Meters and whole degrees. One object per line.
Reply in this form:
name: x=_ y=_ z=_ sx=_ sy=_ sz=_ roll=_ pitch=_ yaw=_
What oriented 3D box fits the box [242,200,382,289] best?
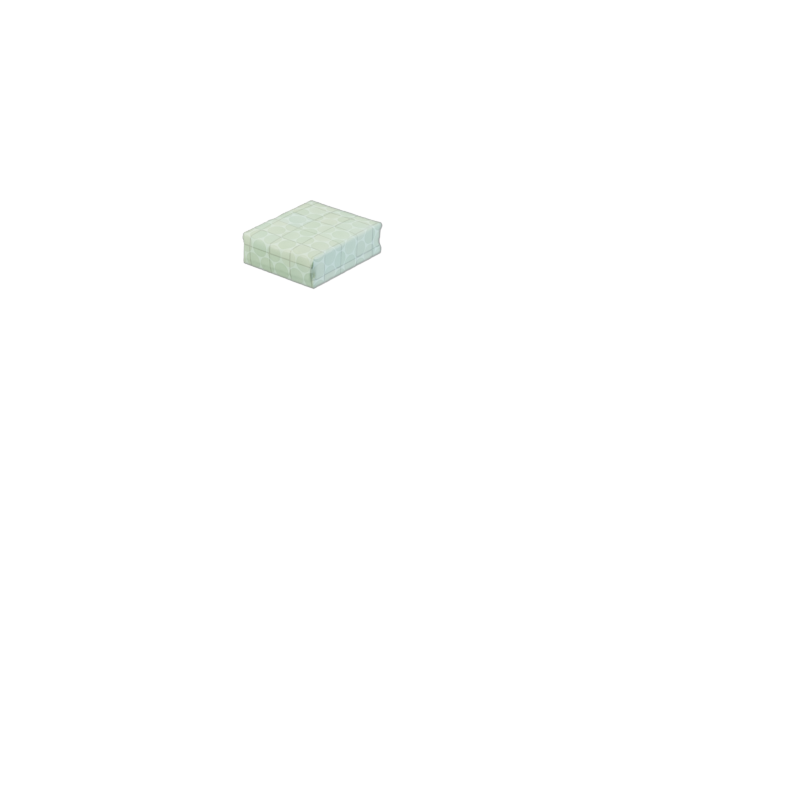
box: x=-0.068 y=-0.125 z=0.875 sx=0.077 sy=0.028 sz=0.089 roll=22 pitch=37 yaw=31
